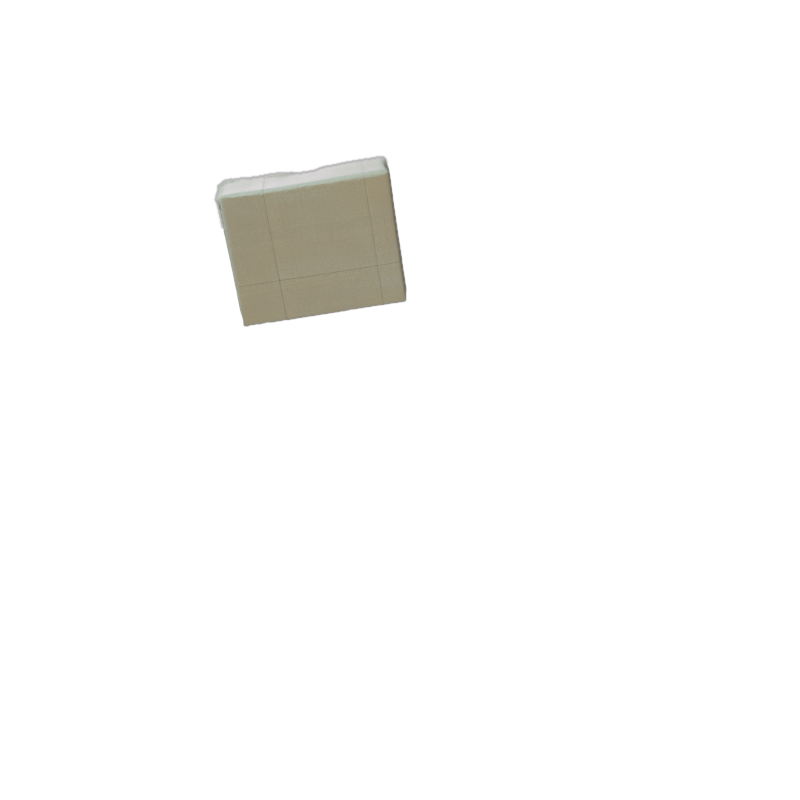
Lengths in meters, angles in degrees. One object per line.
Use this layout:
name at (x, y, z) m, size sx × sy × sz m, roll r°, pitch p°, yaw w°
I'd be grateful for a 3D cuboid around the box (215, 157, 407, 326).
box at (-0.045, -0.083, 0.578) m, size 0.089 × 0.069 × 0.032 m, roll -8°, pitch 23°, yaw 3°
